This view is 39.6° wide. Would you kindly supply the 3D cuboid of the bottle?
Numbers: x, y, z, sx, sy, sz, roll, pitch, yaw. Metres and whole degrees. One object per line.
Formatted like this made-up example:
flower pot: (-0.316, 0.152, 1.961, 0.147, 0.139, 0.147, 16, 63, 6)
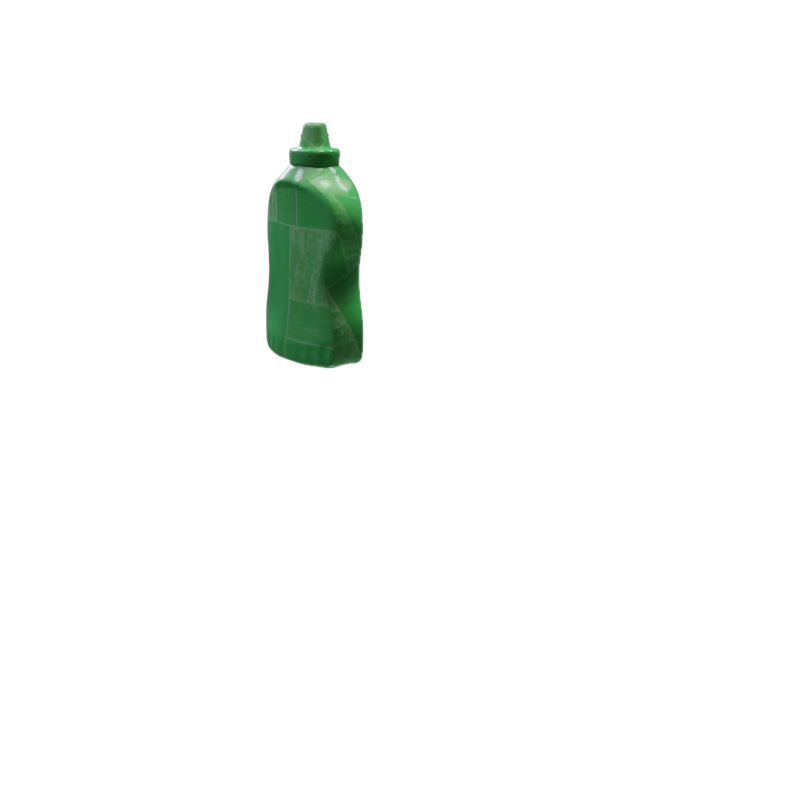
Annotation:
bottle: (-0.070, -0.128, 0.900, 0.057, 0.187, 0.101, -7, 13, -37)
